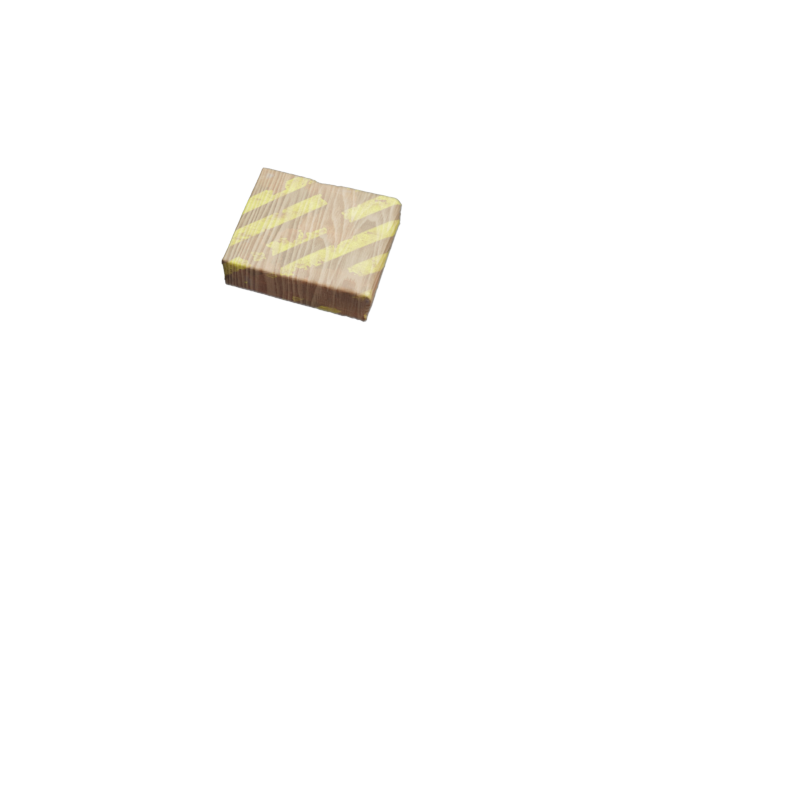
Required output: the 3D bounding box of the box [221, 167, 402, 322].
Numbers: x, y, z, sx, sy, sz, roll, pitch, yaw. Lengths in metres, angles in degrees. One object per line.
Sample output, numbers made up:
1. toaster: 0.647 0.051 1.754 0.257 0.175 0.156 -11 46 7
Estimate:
1. box: -0.051 -0.093 0.652 0.091 0.077 0.028 14 -32 9
